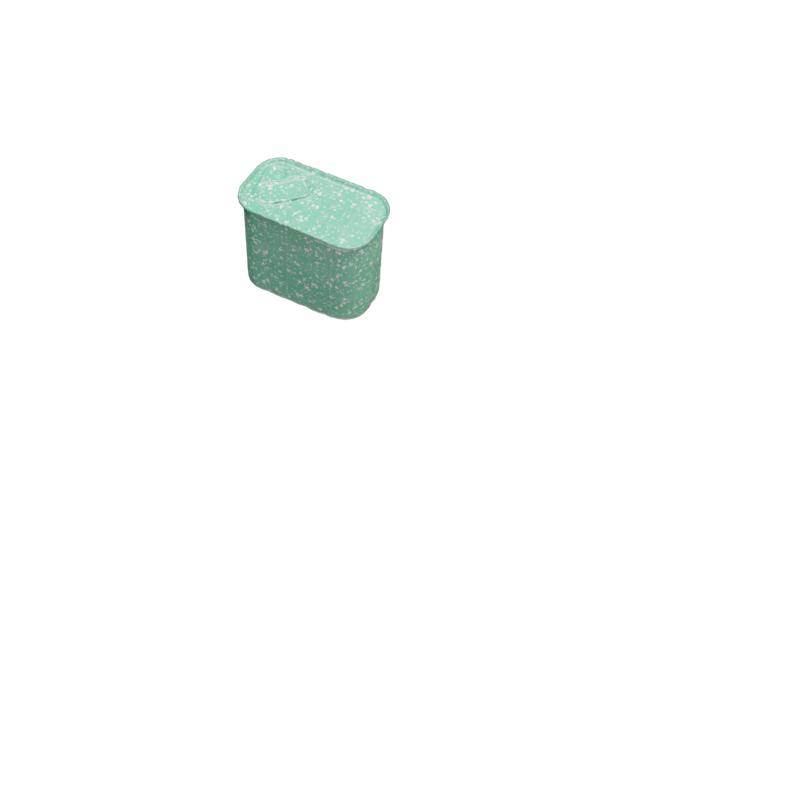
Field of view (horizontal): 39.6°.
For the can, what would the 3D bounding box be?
[{"bbox_3d":[-0.061,-0.111,0.778,0.106,0.059,0.078,24,-35,16],"label":"can"}]
